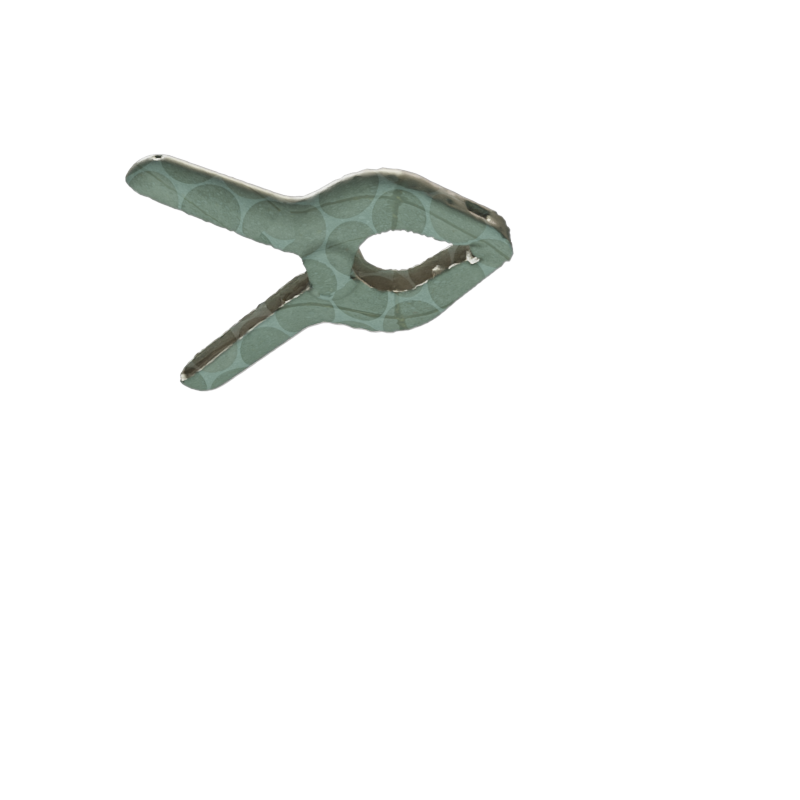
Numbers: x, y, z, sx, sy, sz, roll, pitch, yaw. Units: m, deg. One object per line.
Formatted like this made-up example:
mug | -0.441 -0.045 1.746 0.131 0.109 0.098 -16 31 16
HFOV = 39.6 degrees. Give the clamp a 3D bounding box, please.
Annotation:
clamp | -0.039 -0.072 0.502 0.172 0.112 0.042 -15 33 10
